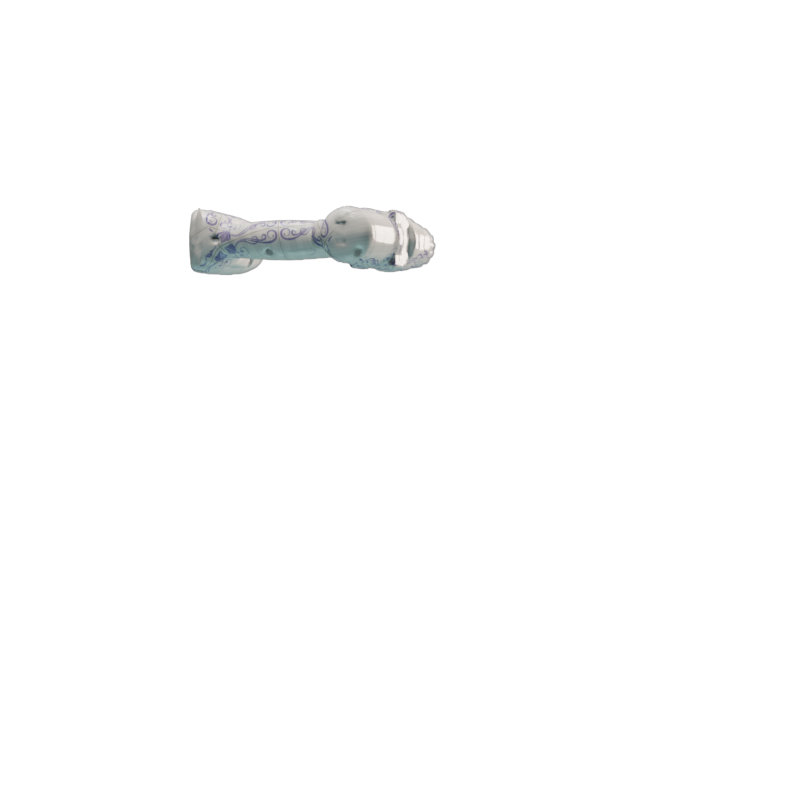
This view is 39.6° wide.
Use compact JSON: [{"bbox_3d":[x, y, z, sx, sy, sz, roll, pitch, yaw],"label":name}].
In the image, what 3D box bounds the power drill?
[{"bbox_3d":[-0.077,-0.140,0.979,0.193,0.058,0.178,1,1,23],"label":"power drill"}]
